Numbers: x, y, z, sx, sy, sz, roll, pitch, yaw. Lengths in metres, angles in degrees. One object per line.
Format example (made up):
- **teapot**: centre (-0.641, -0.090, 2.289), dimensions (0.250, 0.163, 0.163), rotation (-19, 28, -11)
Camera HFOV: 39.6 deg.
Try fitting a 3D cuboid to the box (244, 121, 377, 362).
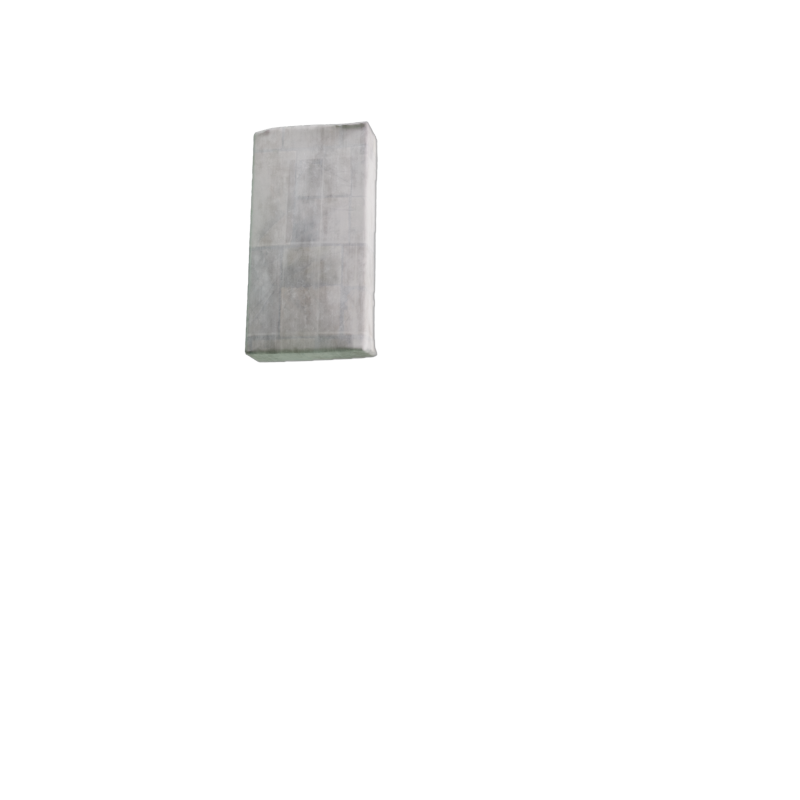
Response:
- **box**: centre (-0.065, -0.119, 0.833), dimensions (0.095, 0.182, 0.046), rotation (-3, -13, 12)
